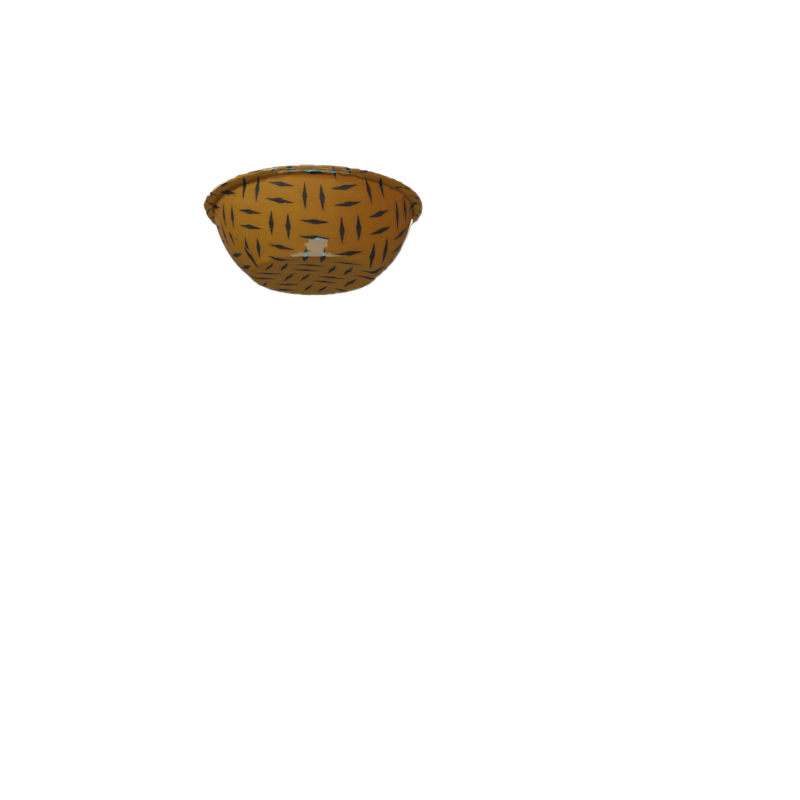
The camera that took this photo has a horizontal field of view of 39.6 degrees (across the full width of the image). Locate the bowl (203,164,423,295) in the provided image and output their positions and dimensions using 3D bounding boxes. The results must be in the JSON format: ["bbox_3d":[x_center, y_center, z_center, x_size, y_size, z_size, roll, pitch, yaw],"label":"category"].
[{"bbox_3d":[-0.063,-0.116,0.811,0.162,0.057,0.156,0,-14,-2],"label":"bowl"}]
